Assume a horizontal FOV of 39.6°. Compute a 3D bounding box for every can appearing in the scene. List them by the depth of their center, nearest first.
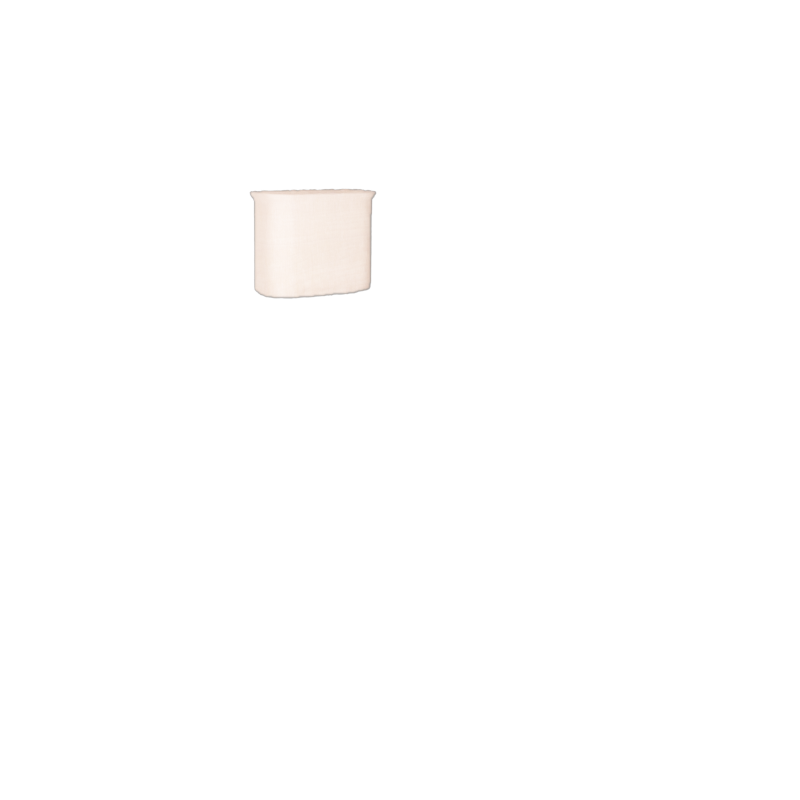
[{"bbox_3d":[-0.071,-0.130,0.911,0.099,0.082,0.060,-6,10,-29],"label":"can"}]
